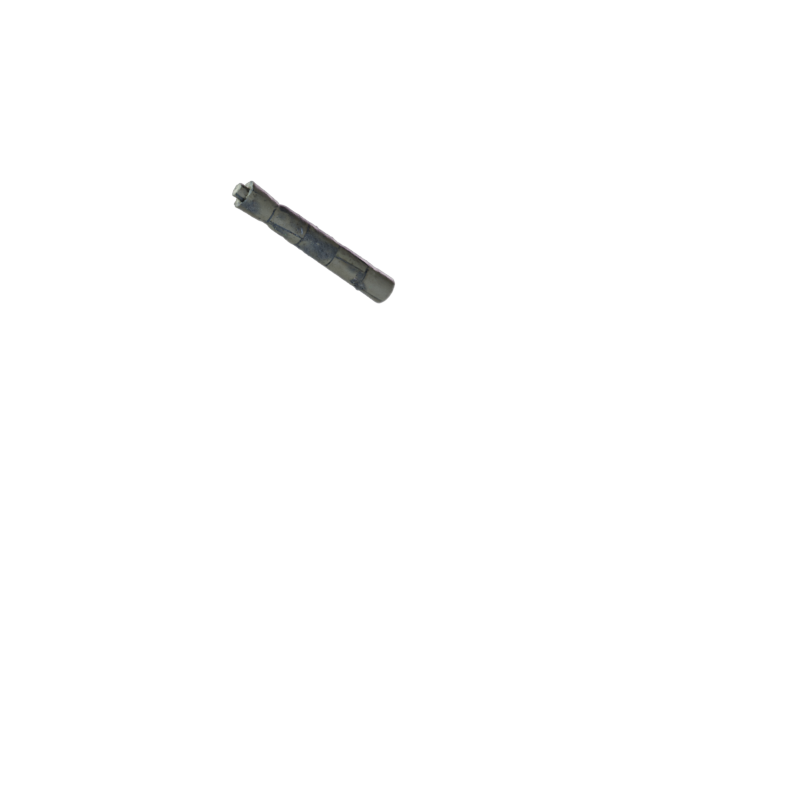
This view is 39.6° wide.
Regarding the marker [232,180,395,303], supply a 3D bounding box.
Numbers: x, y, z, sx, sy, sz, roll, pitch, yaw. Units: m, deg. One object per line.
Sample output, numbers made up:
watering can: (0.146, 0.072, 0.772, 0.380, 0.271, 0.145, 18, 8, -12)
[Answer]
marker: (-0.053, -0.098, 0.683, 0.115, 0.020, 0.020, 33, -12, -24)
